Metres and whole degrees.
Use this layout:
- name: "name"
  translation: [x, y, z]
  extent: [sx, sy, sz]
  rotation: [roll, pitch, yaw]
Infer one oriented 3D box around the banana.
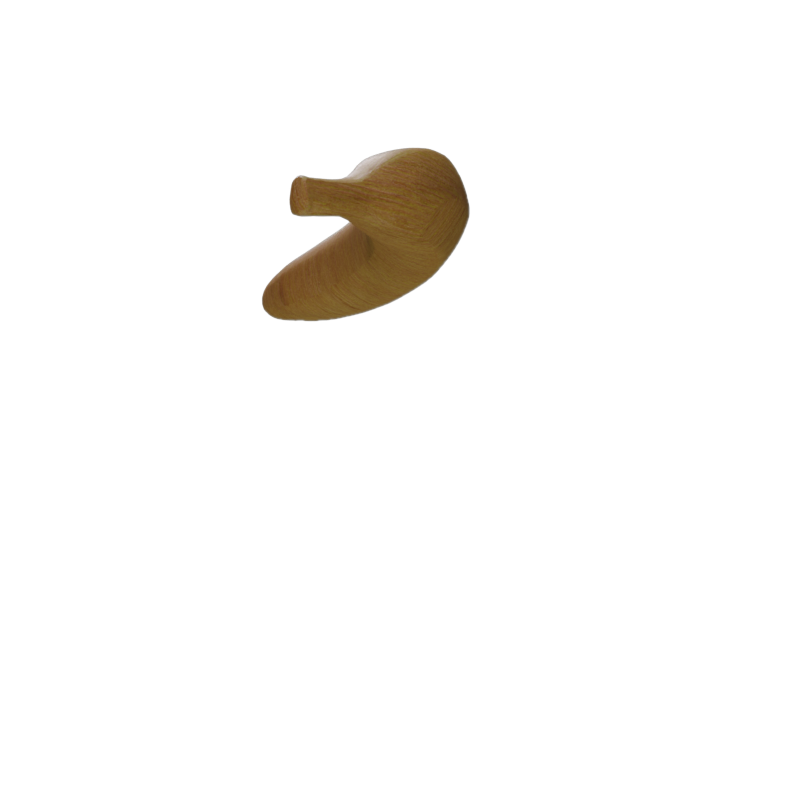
- name: "banana"
  translation: [-0.014, -0.061, 0.424]
  extent: [0.069, 0.038, 0.194]
  rotation: [1, -7, -9]
